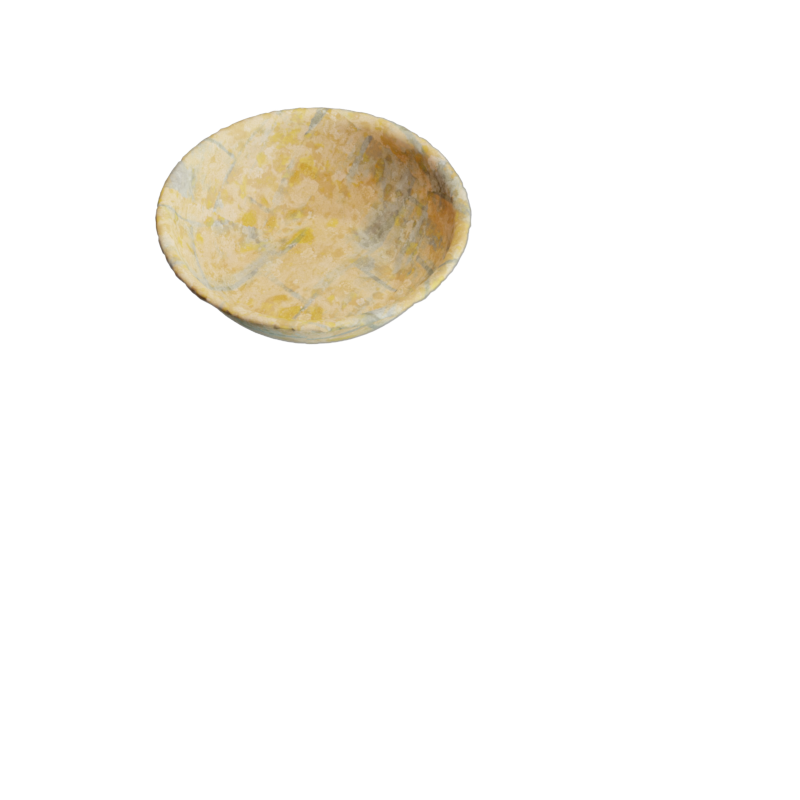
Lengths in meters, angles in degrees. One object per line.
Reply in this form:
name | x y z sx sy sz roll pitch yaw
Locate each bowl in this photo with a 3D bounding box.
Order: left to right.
bowl | -0.046 -0.084 0.586 0.162 0.174 0.051 -1 -40 -1
